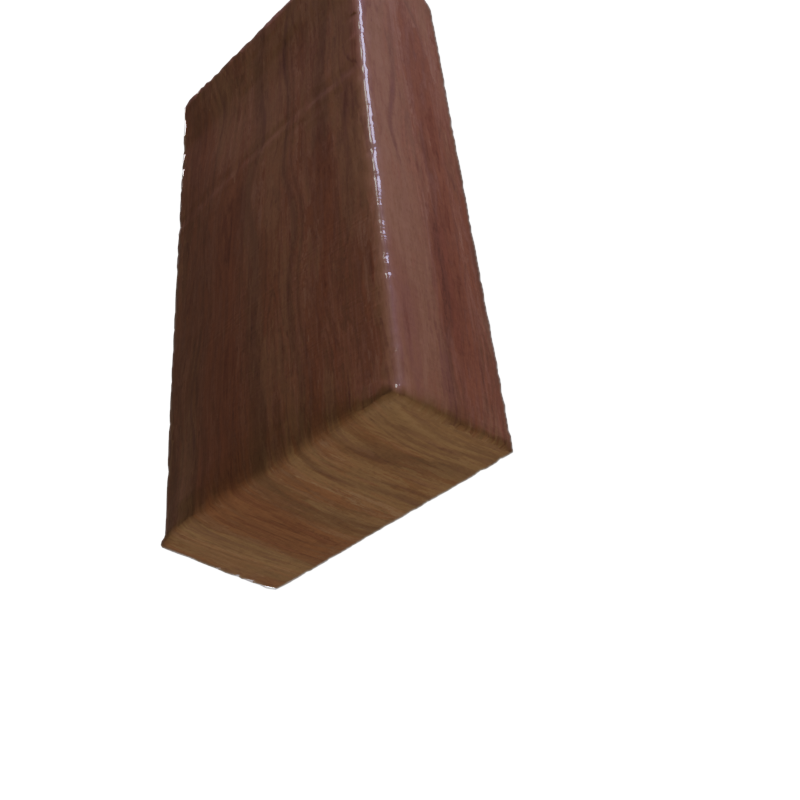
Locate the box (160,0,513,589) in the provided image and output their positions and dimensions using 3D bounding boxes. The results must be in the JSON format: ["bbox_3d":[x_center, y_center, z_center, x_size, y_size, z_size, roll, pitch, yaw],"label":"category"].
[{"bbox_3d":[-0.025,-0.047,0.329,0.045,0.189,0.092,30,-50,-34],"label":"box"}]
